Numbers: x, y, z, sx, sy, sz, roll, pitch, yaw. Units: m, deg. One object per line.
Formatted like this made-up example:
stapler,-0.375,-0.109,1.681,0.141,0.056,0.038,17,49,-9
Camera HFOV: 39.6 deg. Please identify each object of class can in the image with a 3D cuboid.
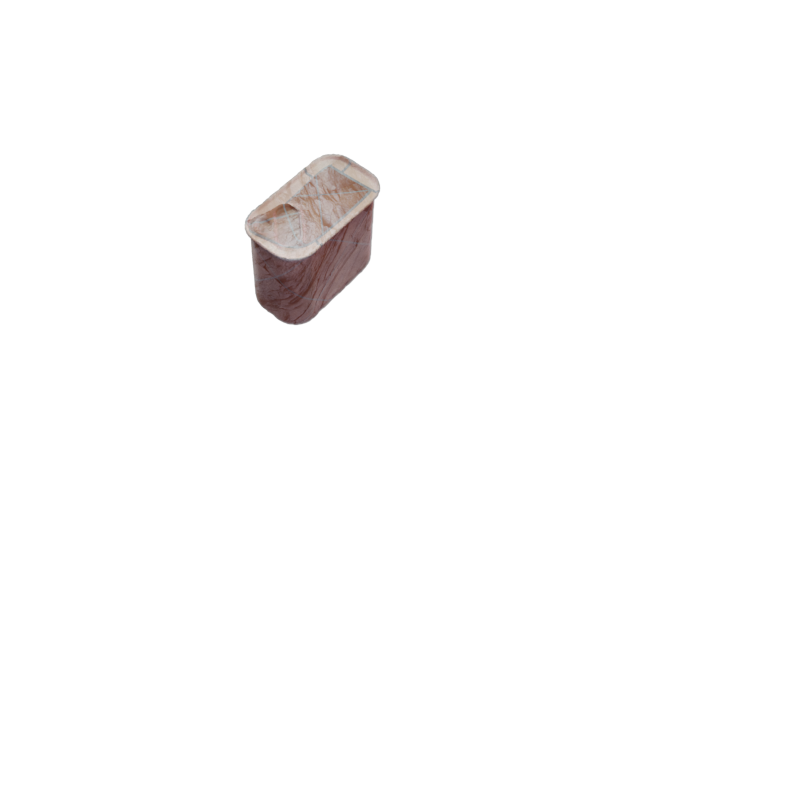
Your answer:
can,-0.063,-0.115,0.809,0.060,0.104,0.078,35,-29,20
